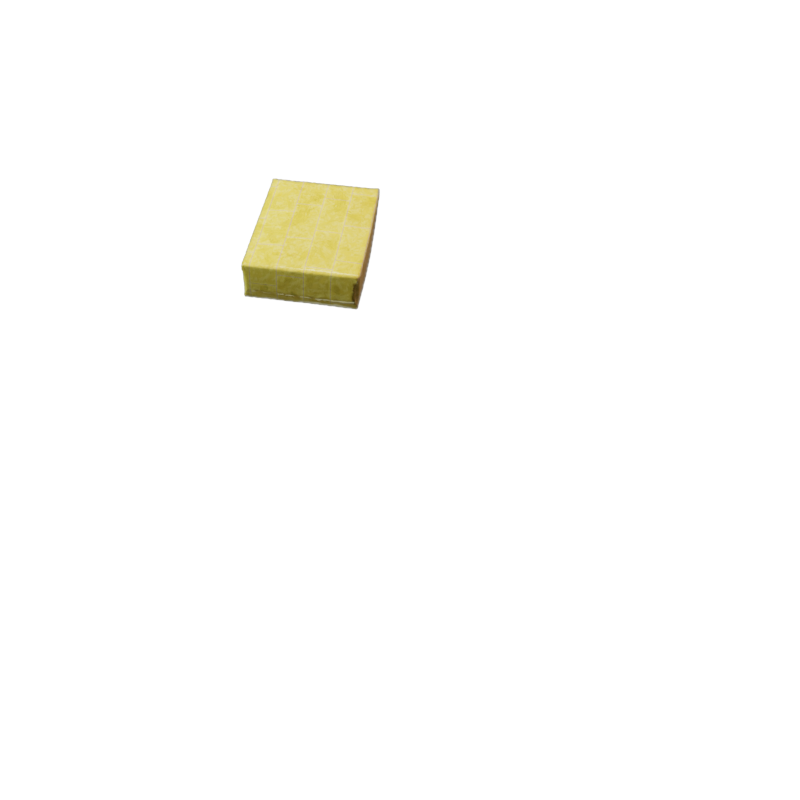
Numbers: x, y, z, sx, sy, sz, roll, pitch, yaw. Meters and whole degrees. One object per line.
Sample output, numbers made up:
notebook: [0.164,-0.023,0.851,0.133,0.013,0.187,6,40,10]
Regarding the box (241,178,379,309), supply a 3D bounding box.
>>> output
box: [-0.068,-0.124,0.867,0.091,0.036,0.120,6,43,6]
